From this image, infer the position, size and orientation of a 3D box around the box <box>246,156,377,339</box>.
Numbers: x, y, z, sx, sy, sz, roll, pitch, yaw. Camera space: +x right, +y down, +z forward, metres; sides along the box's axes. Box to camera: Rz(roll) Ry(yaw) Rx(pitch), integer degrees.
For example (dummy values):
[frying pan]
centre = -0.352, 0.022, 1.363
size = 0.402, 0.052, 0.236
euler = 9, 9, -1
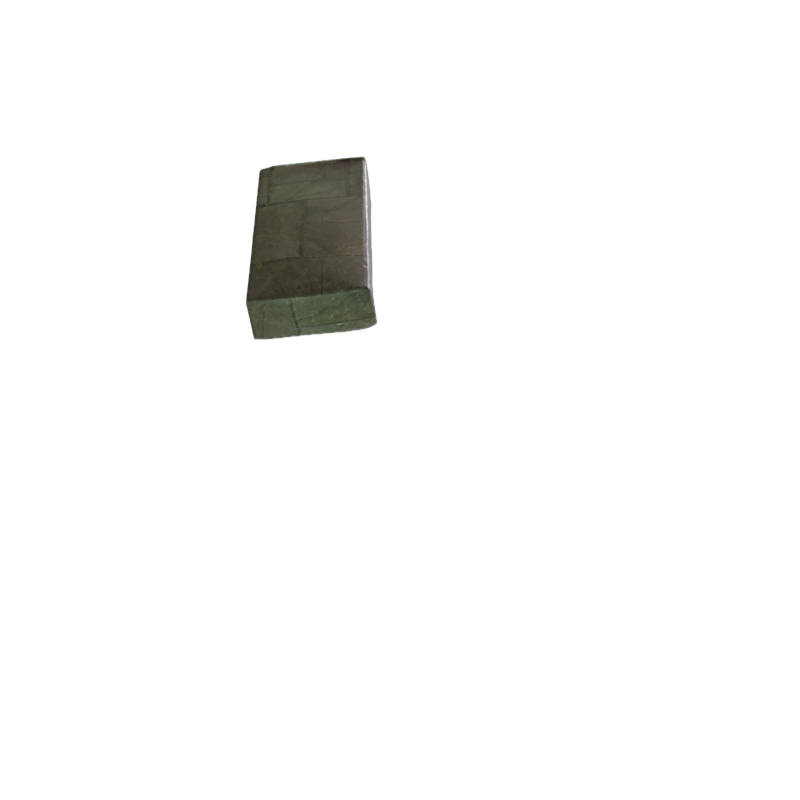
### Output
[box]
centre = -0.068, -0.125, 0.871
size = 0.094, 0.044, 0.189
euler = -7, 44, 3
